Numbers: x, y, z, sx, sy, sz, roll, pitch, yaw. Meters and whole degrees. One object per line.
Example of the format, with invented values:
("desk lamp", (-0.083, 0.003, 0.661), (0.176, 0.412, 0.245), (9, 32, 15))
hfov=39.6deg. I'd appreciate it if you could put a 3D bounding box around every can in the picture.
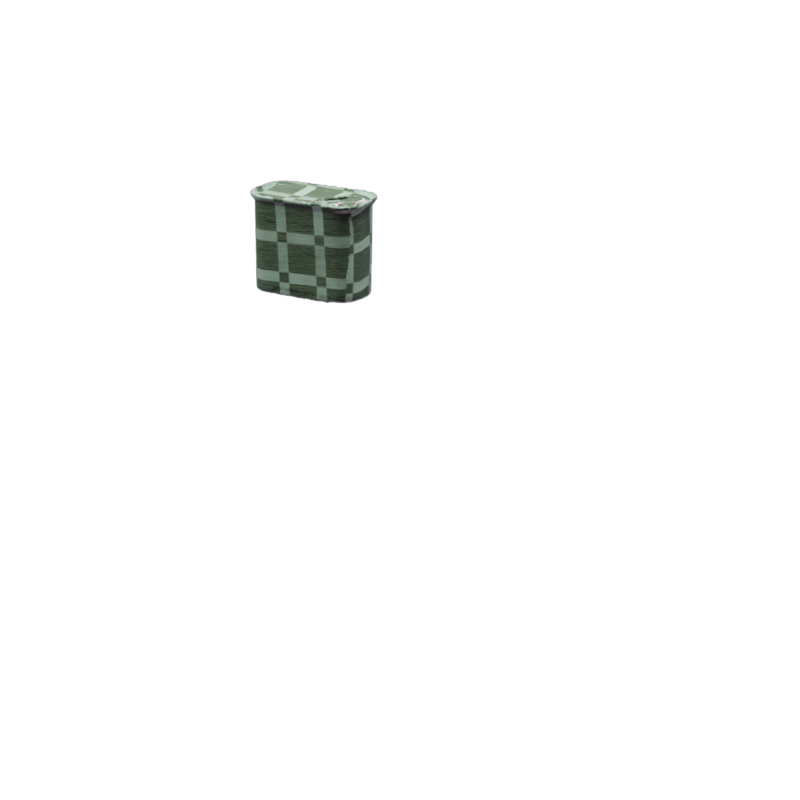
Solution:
("can", (-0.071, -0.130, 0.911), (0.106, 0.080, 0.058), (11, 22, 25))
